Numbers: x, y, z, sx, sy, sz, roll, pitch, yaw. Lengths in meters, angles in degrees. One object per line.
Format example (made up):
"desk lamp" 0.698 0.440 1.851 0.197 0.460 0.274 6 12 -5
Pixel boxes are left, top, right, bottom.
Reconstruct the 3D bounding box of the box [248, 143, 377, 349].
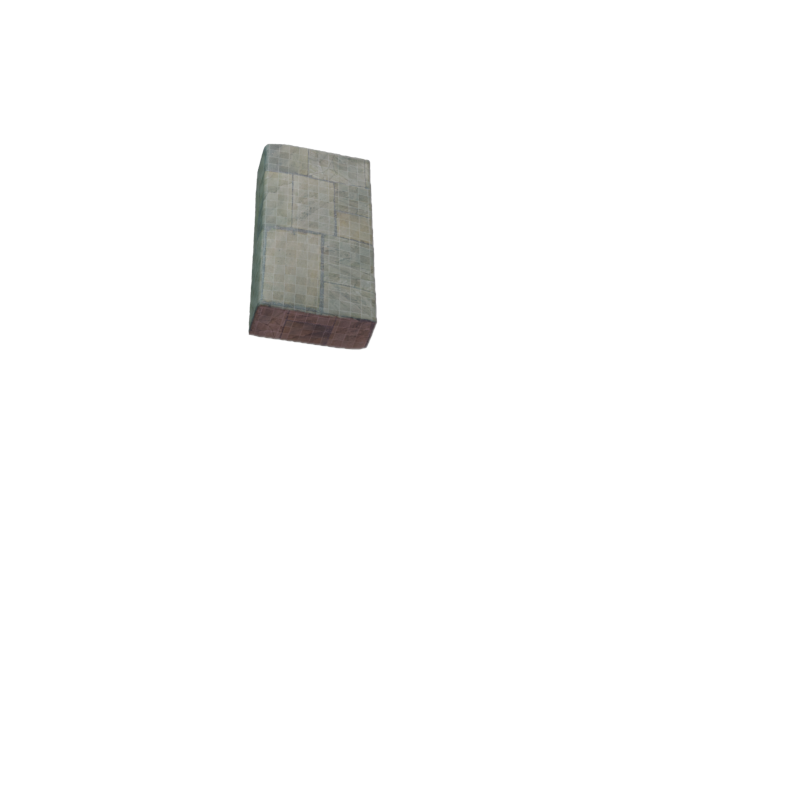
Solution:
"box" -0.069 -0.126 0.881 0.091 0.189 0.046 7 -38 -13
